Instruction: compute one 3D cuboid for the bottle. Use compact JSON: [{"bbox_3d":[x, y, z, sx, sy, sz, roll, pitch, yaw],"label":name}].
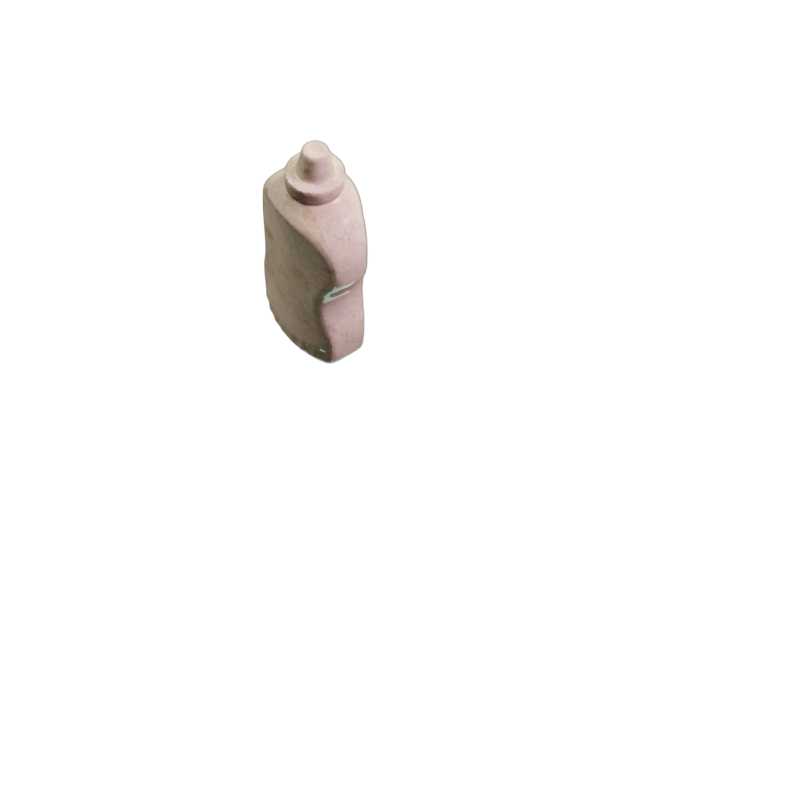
[{"bbox_3d":[-0.061,-0.113,0.790,0.058,0.103,0.179,-26,-28,-19],"label":"bottle"}]
